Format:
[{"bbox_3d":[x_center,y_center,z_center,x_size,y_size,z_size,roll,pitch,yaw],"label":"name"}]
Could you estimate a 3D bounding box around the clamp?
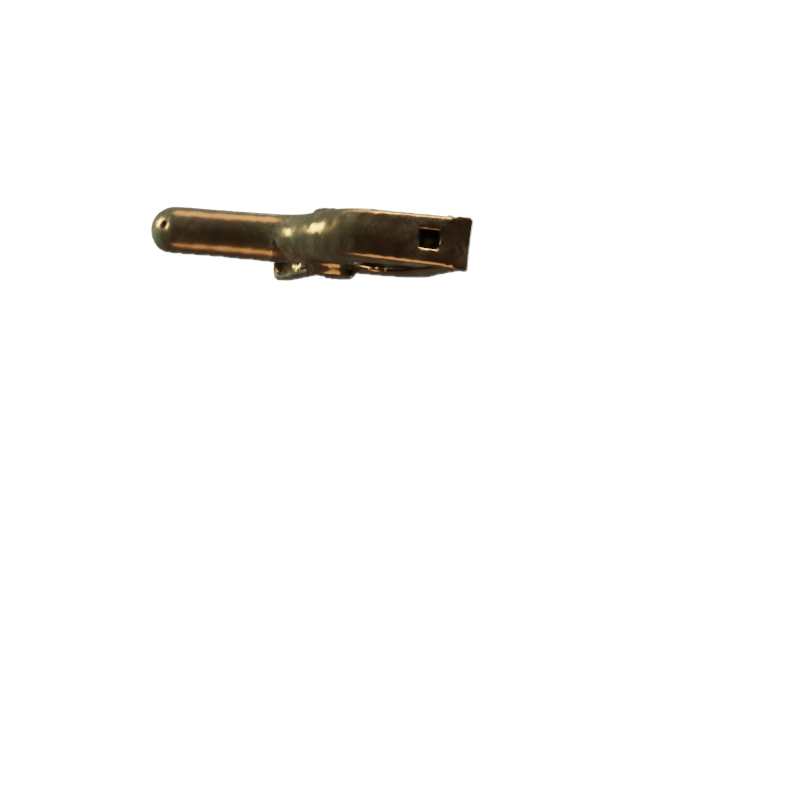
[{"bbox_3d":[-0.046,-0.084,0.591,0.178,0.039,0.115,1,2,43],"label":"clamp"}]
